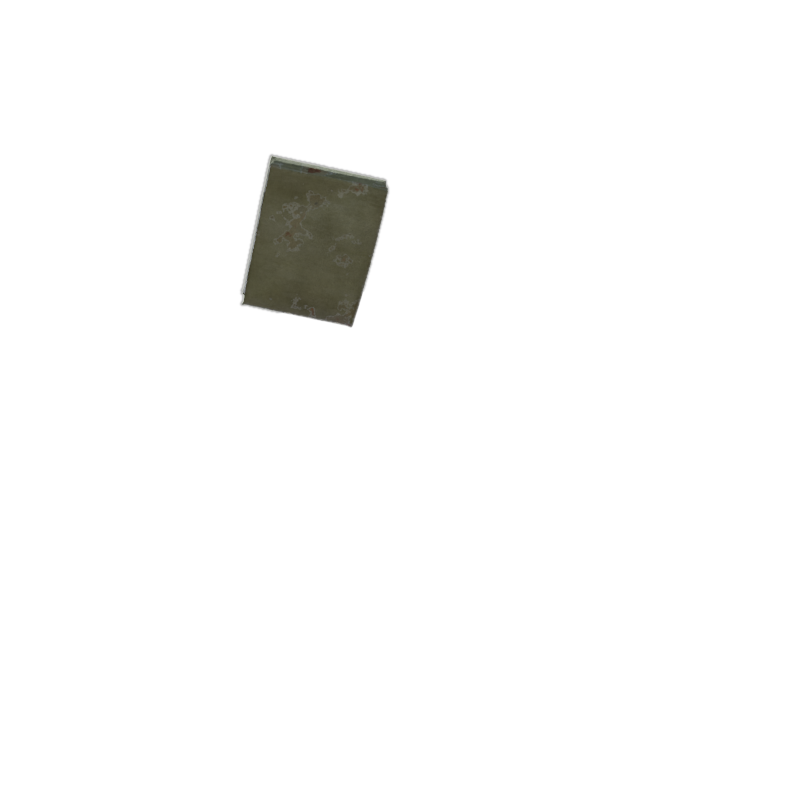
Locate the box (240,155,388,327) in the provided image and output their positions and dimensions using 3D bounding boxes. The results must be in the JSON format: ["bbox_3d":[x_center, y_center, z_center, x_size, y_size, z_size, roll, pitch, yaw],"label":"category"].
[{"bbox_3d":[-0.065,-0.118,0.826,0.089,0.110,0.040,13,15,-4],"label":"box"}]
